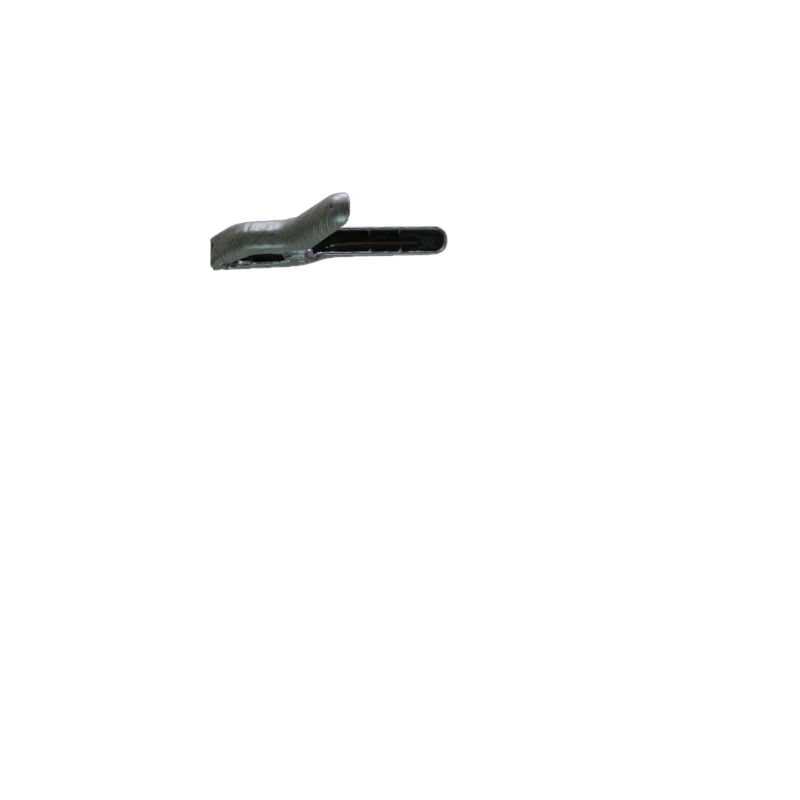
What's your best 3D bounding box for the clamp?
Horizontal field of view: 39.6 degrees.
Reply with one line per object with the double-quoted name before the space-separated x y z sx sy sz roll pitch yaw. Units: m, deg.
"clamp" -0.075 -0.137 0.962 0.216 0.037 0.156 -5 -7 40
